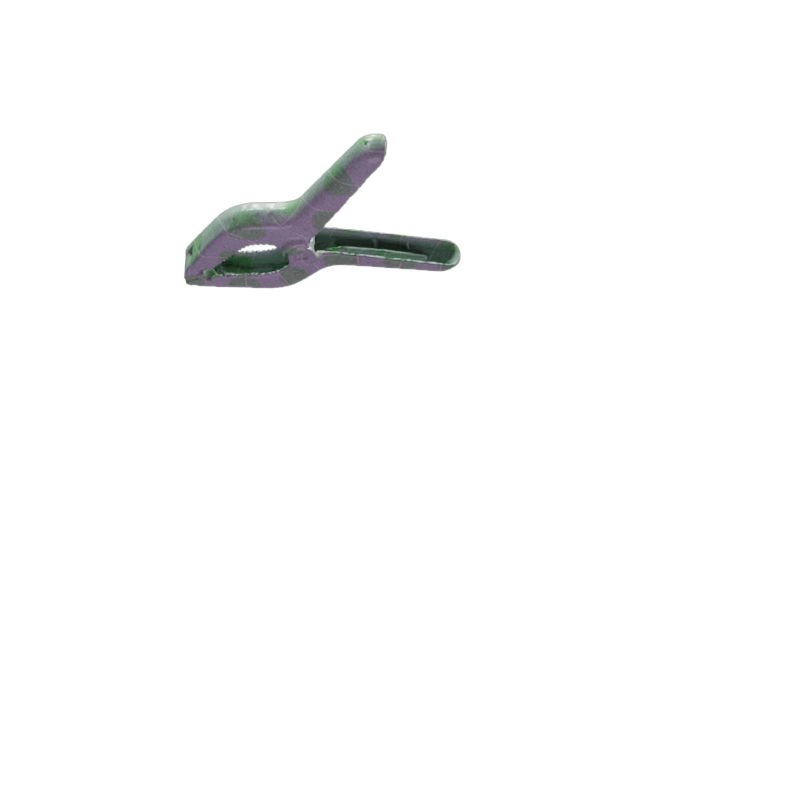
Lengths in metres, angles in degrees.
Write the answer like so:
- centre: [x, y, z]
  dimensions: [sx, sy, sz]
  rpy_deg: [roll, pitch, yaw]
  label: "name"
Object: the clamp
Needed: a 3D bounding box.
- centre: [-0.066, -0.121, 0.846]
  dimensions: [0.212, 0.039, 0.152]
  rpy_deg: [-16, -33, 26]
  label: "clamp"
